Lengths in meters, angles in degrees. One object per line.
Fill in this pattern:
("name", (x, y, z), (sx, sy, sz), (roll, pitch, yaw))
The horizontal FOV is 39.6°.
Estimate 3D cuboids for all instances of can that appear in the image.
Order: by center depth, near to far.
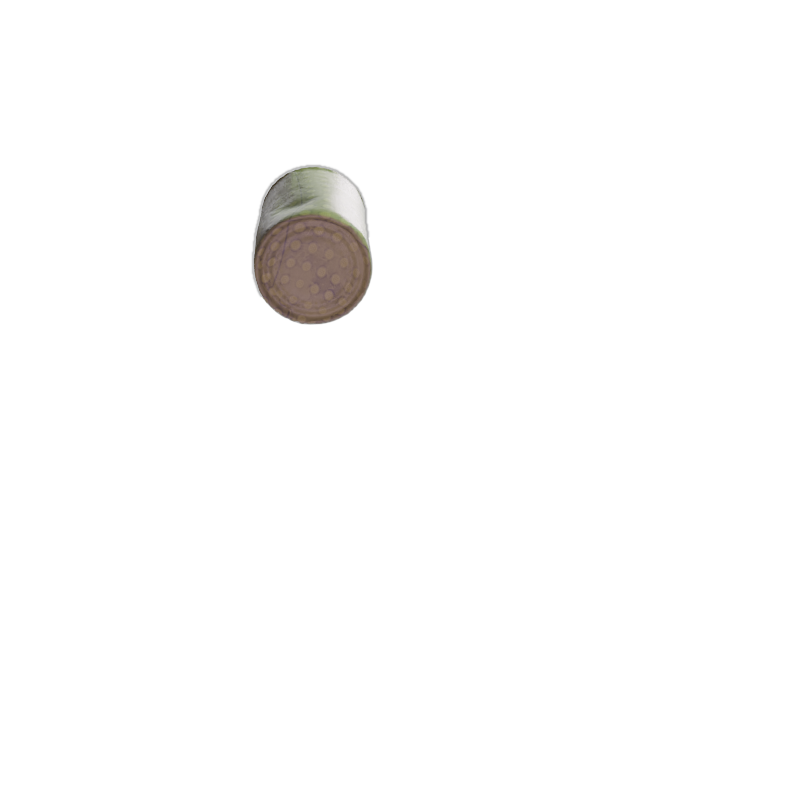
("can", (-0.051, -0.094, 0.657), (0.068, 0.065, 0.107), (0, 23, -3))
